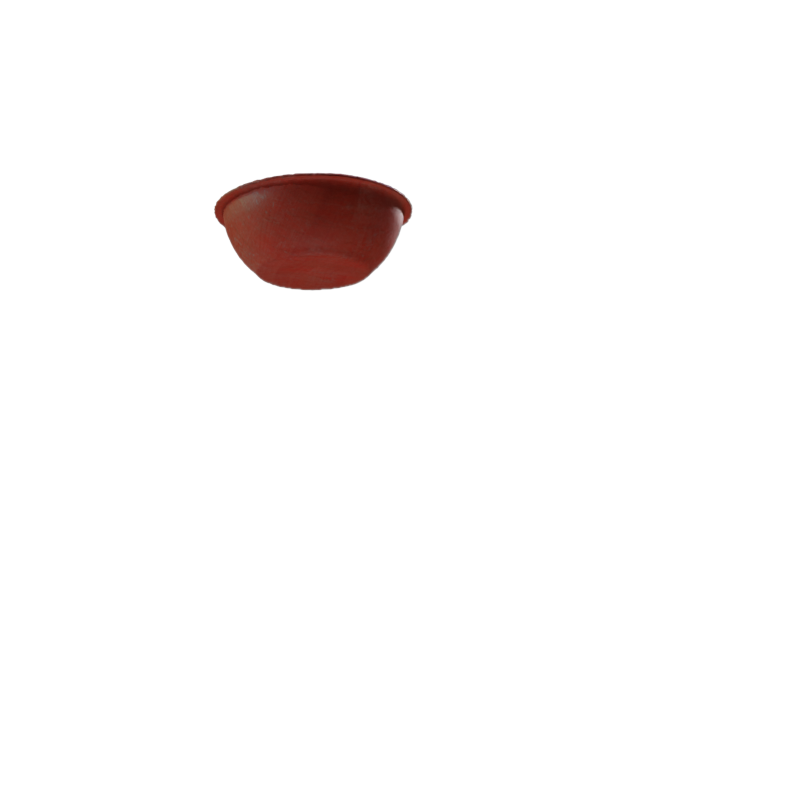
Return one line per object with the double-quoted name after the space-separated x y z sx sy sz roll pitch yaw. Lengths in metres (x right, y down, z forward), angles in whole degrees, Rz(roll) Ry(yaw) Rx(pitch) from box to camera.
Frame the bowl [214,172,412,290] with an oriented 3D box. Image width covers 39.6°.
-0.070 -0.128 0.897 0.162 0.057 0.156 0 -13 -2 "bowl"
